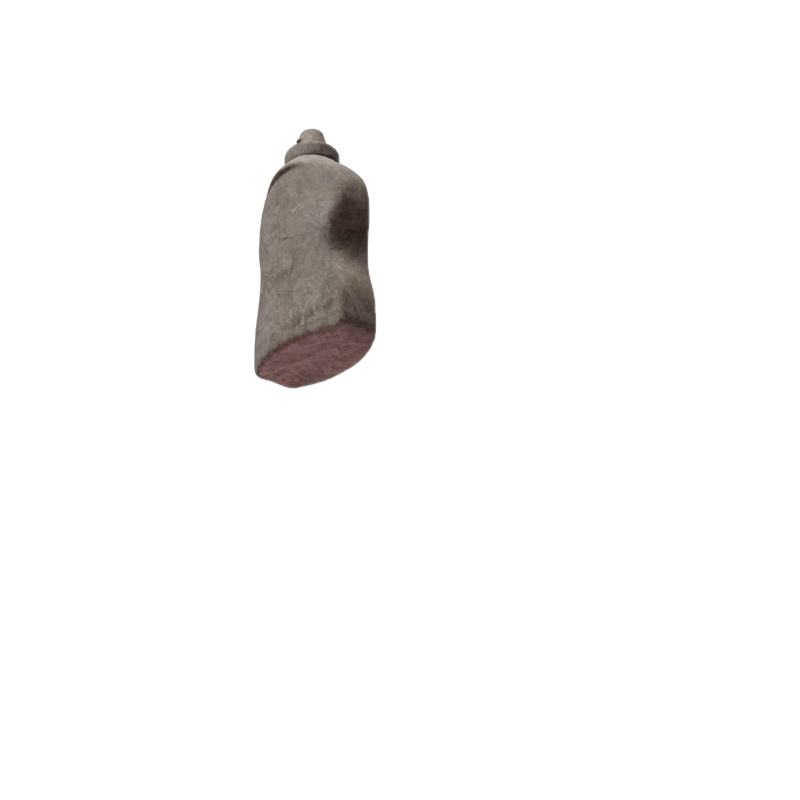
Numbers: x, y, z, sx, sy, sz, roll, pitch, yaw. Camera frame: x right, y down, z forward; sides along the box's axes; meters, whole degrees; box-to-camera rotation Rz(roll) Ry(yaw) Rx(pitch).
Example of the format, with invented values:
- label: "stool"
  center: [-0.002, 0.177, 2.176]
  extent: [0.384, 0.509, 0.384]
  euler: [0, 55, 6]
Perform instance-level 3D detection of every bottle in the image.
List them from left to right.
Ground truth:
- label: "bottle"
  center: [-0.062, -0.112, 0.781]
  extent: [0.055, 0.204, 0.095]
  euler: [22, -38, -34]
